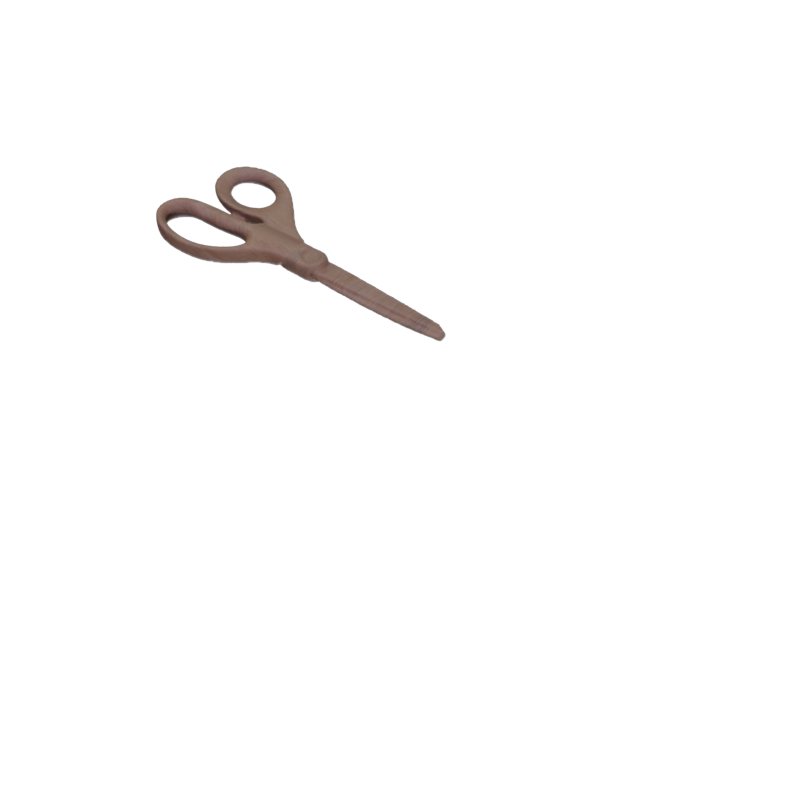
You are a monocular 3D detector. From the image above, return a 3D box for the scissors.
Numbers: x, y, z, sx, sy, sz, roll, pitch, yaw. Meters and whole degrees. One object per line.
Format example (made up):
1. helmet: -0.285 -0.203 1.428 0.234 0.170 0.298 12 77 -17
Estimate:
1. scissors: -0.054 -0.098 0.687 0.208 0.015 0.100 17 48 16
